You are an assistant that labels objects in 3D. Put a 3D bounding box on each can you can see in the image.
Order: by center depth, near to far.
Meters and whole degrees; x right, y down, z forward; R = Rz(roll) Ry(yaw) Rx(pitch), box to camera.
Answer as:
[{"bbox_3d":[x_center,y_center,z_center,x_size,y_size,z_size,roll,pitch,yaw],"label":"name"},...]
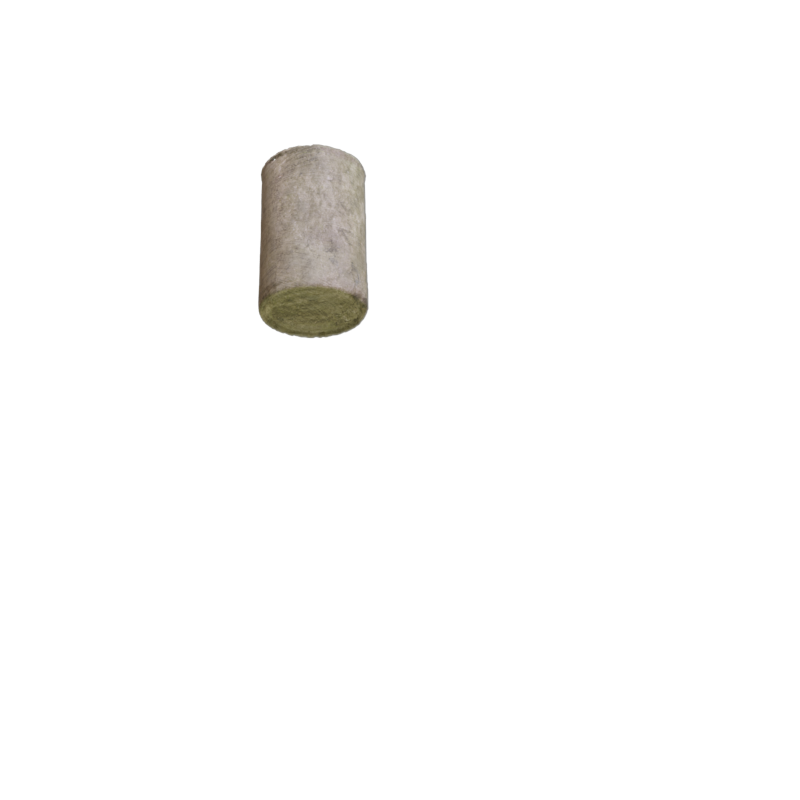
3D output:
[{"bbox_3d":[-0.054,-0.099,0.691,0.068,0.109,0.064,0,-29,-2],"label":"can"}]
